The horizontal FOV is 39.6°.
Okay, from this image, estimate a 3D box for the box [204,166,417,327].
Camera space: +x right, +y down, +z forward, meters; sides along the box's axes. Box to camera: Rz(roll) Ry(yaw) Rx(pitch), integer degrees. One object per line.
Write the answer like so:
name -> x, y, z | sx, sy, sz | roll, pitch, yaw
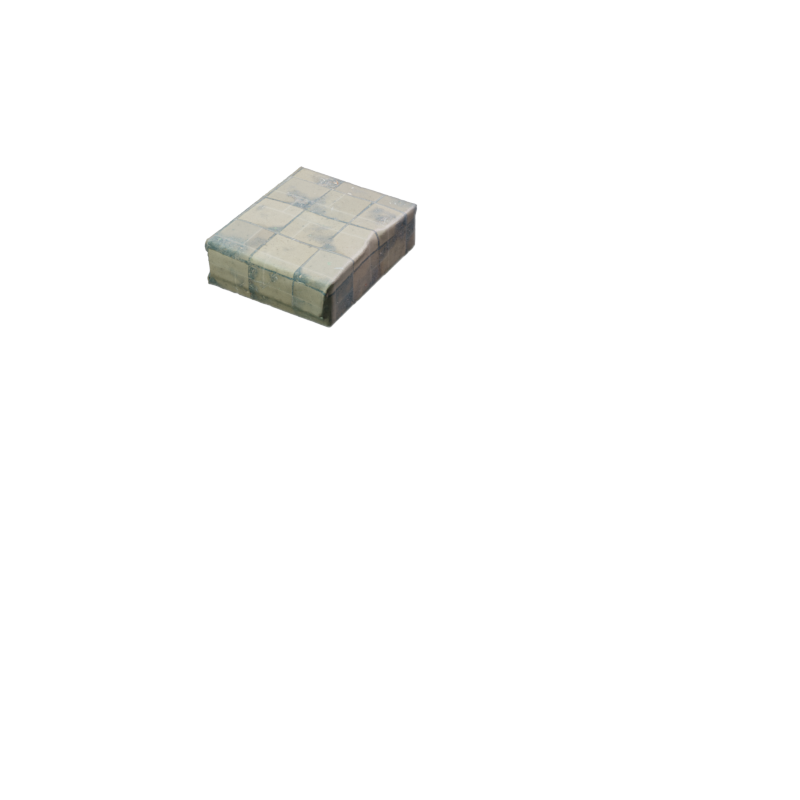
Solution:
box -> -0.044, -0.080, 0.562 | 0.077, 0.028, 0.091 | 21, 43, 24
